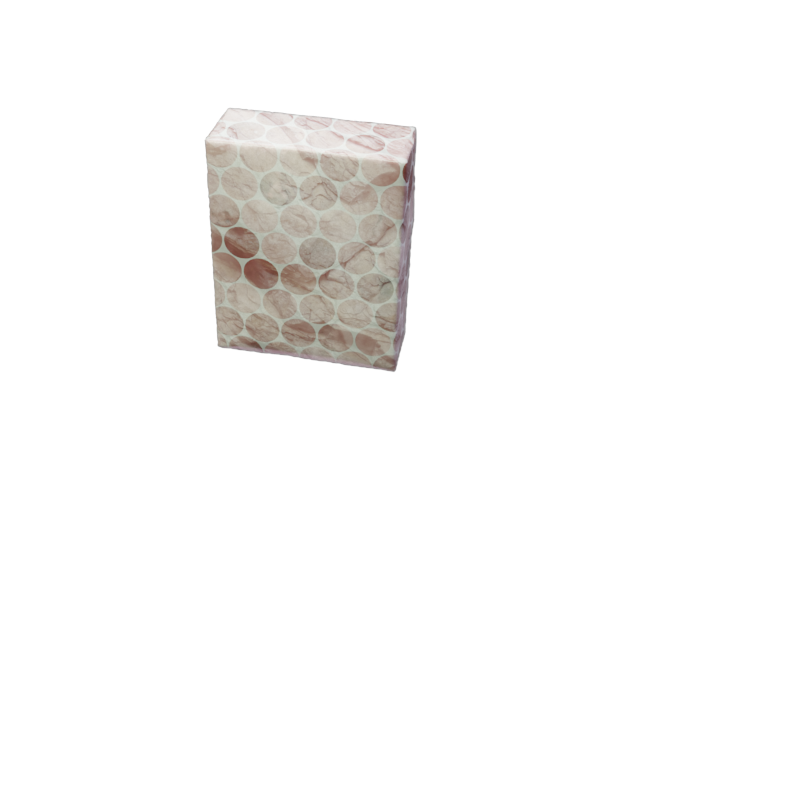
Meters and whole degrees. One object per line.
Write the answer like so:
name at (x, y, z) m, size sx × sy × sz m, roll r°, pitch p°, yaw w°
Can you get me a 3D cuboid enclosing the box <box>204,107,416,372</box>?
box at (-0.074, -0.135, 0.944) m, size 0.167 × 0.200 × 0.075 m, roll 9°, pitch 37°, yaw 9°
